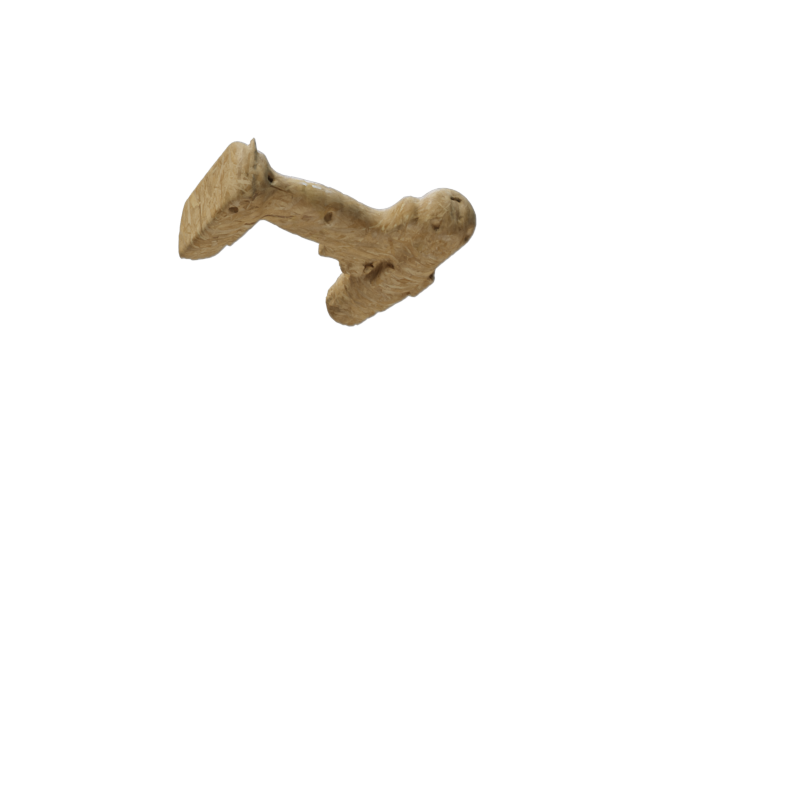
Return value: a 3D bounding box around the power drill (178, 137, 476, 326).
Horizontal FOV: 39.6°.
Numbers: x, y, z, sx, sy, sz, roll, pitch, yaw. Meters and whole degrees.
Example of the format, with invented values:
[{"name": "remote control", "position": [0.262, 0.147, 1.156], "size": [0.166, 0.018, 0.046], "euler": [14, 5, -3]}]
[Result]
[{"name": "power drill", "position": [-0.064, -0.117, 0.820], "size": [0.180, 0.061, 0.181], "euler": [13, -28, -25]}]
